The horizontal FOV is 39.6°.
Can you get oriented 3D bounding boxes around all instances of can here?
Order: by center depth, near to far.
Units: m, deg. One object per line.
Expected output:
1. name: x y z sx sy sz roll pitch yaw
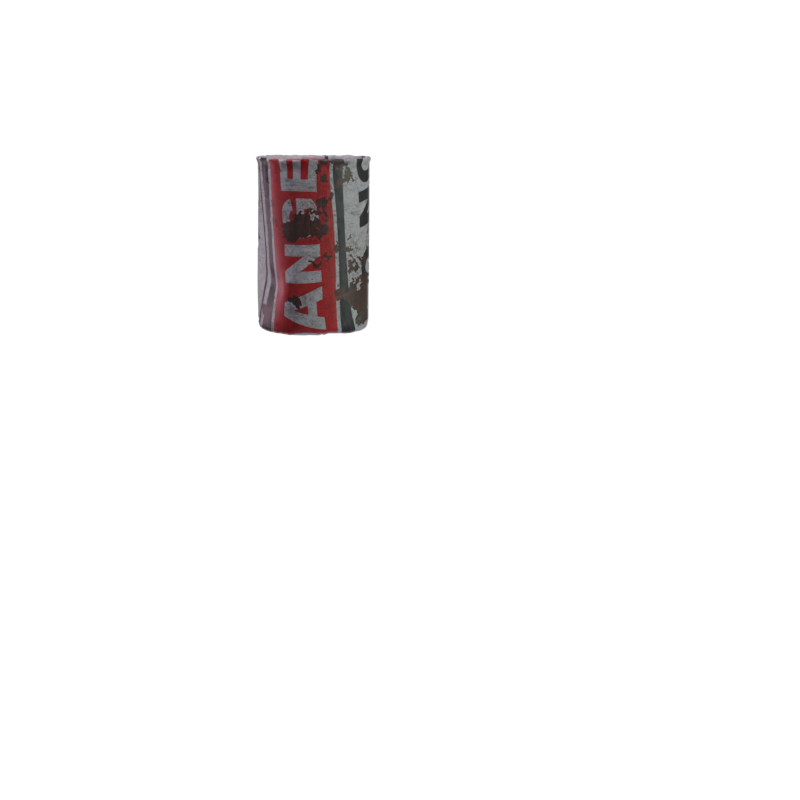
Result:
1. can: -0.052 -0.094 0.661 0.068 0.100 0.070 0 9 -2
